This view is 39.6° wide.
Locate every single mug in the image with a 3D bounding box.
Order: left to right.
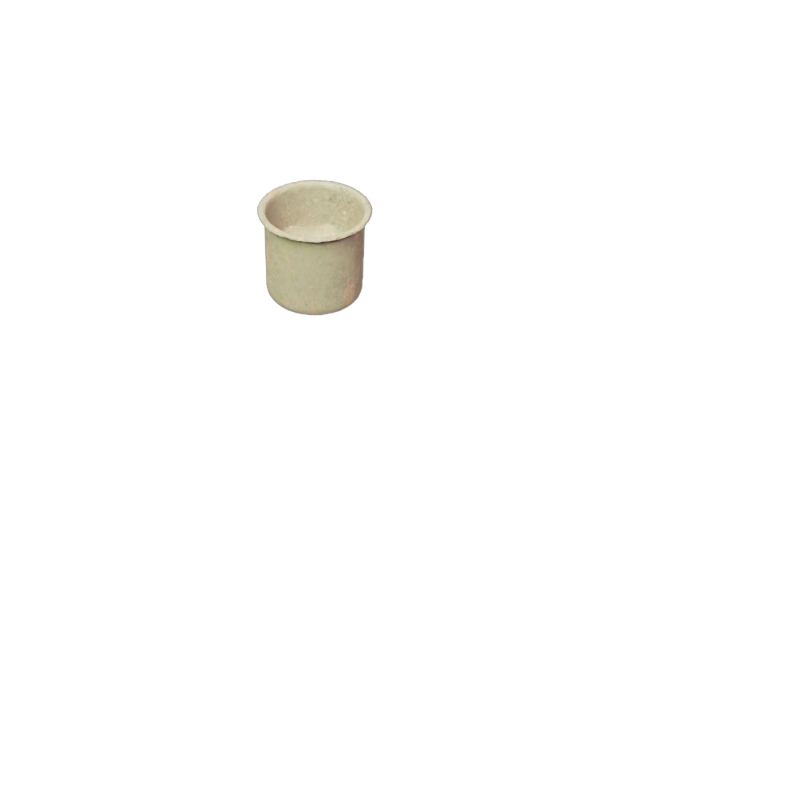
[{"bbox_3d":[-0.072,-0.132,0.926,0.092,0.076,0.126,-4,38,-7],"label":"mug"}]
